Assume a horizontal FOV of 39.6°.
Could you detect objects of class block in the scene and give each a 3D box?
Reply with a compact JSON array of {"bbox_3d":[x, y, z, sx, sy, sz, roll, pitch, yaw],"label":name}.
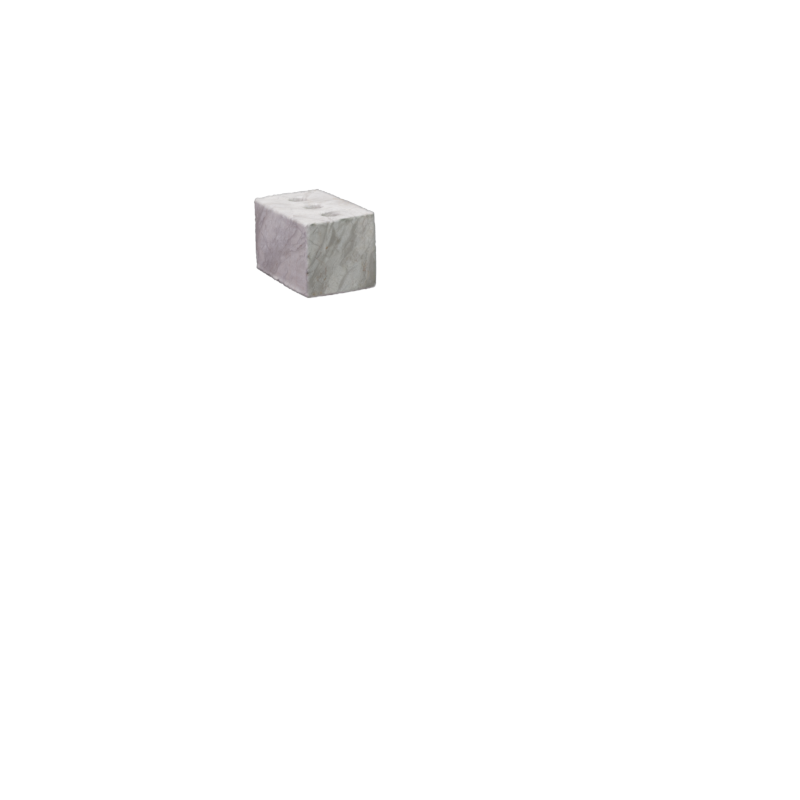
[{"bbox_3d":[-0.058,-0.106,0.741,0.052,0.049,0.083,-12,25,-30],"label":"block"}]
